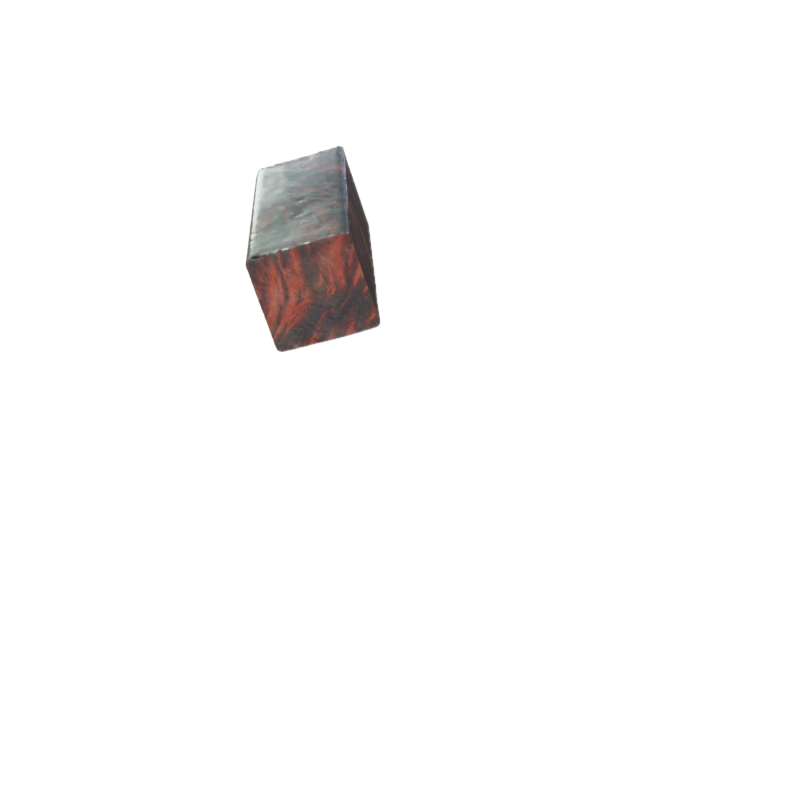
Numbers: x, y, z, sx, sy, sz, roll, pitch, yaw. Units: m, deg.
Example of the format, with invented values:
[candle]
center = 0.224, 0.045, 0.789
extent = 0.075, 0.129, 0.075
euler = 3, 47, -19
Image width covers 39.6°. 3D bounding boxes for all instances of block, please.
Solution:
[block]
center = -0.077, -0.140, 0.982
extent = 0.090, 0.085, 0.219
euler = -16, 30, 5
